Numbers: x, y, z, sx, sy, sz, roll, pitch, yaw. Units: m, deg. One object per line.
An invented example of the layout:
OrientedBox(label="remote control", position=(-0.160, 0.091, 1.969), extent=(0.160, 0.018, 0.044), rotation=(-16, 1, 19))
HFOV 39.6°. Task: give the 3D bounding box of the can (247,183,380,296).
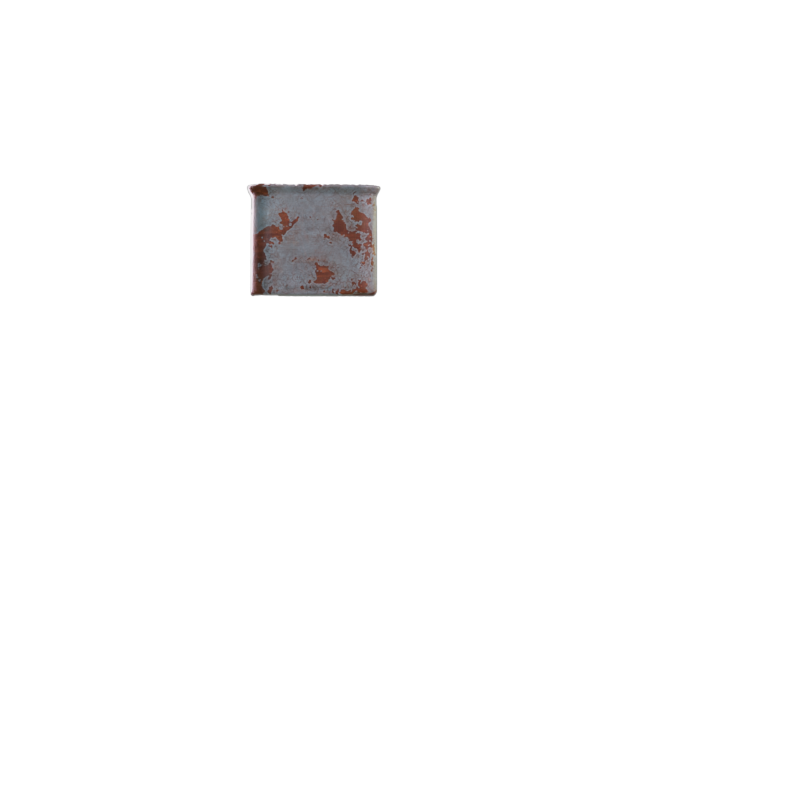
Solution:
OrientedBox(label="can", position=(-0.066, -0.121, 0.850), extent=(0.101, 0.084, 0.057), rotation=(0, -1, -4))
